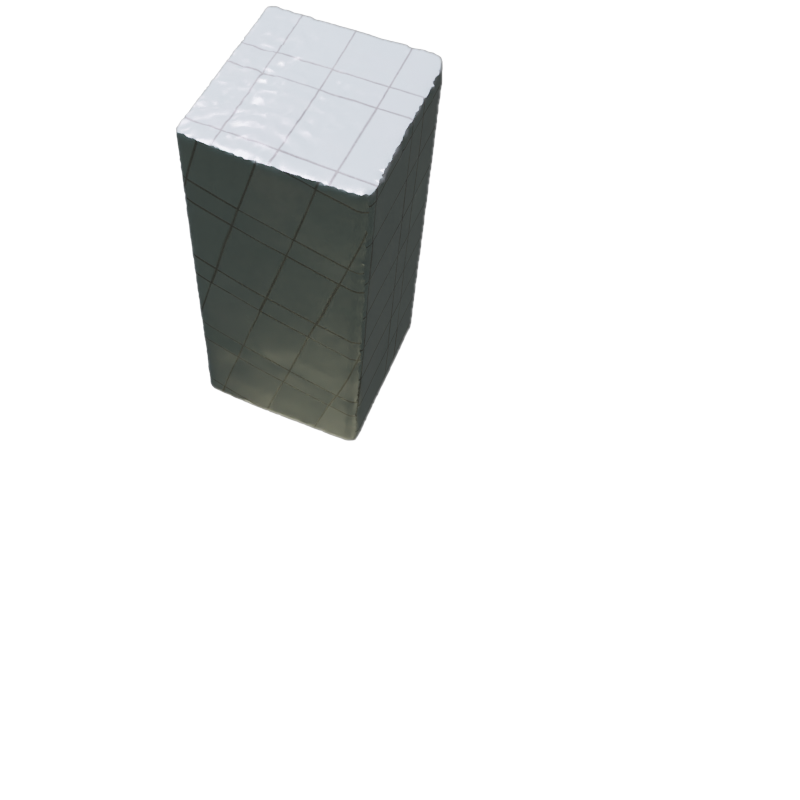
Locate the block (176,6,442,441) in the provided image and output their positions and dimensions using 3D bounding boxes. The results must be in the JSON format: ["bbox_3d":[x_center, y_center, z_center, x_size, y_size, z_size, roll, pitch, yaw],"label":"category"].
[{"bbox_3d":[-0.043,-0.078,0.550,0.093,0.094,0.193,21,-32,10],"label":"block"}]
